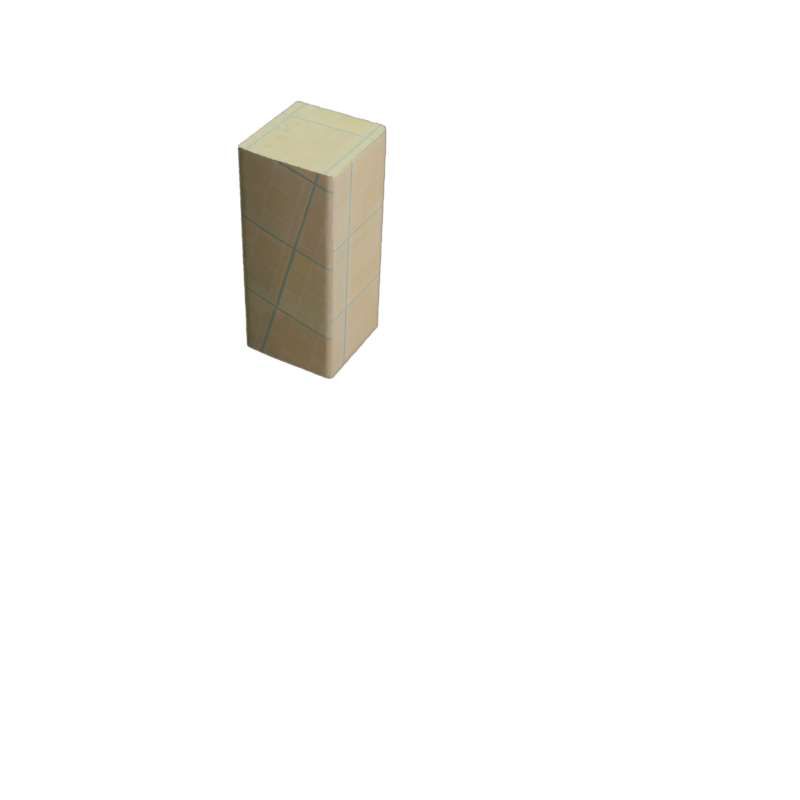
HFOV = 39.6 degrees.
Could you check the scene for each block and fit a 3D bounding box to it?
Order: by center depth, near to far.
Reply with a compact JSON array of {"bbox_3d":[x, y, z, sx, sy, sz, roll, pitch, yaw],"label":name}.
[{"bbox_3d":[-0.073,-0.133,0.933,0.094,0.193,0.093,21,42,21],"label":"block"}]
